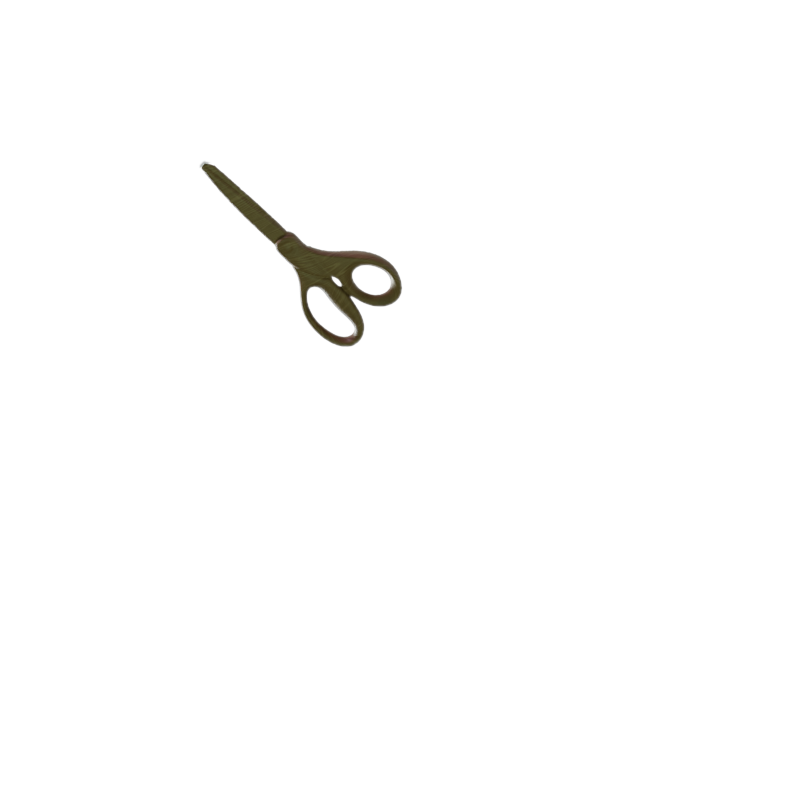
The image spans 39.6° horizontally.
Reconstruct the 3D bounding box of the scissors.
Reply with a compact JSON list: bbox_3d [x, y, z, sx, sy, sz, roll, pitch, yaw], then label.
[{"bbox_3d":[-0.071,-0.129,0.906,0.096,0.190,0.017,-25,25,12],"label":"scissors"}]
